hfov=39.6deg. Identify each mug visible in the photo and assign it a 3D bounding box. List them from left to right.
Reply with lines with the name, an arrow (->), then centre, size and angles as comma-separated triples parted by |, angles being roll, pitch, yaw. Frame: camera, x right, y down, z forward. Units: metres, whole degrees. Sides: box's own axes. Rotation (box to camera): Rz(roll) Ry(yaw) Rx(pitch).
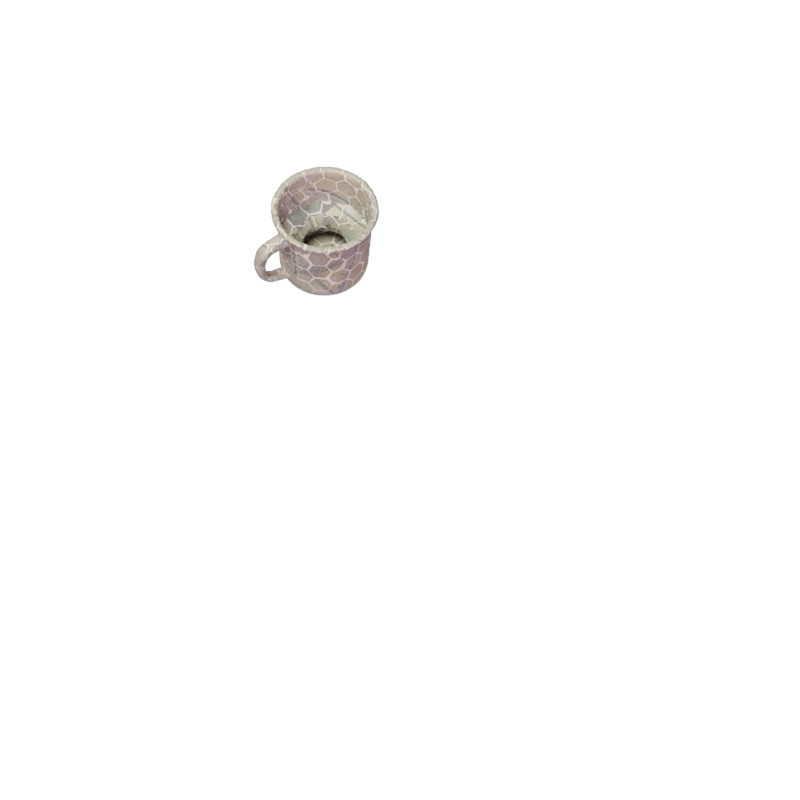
mug -> -0.077, -0.140, 0.980 | 0.117, 0.099, 0.076 | -32, -26, -20
